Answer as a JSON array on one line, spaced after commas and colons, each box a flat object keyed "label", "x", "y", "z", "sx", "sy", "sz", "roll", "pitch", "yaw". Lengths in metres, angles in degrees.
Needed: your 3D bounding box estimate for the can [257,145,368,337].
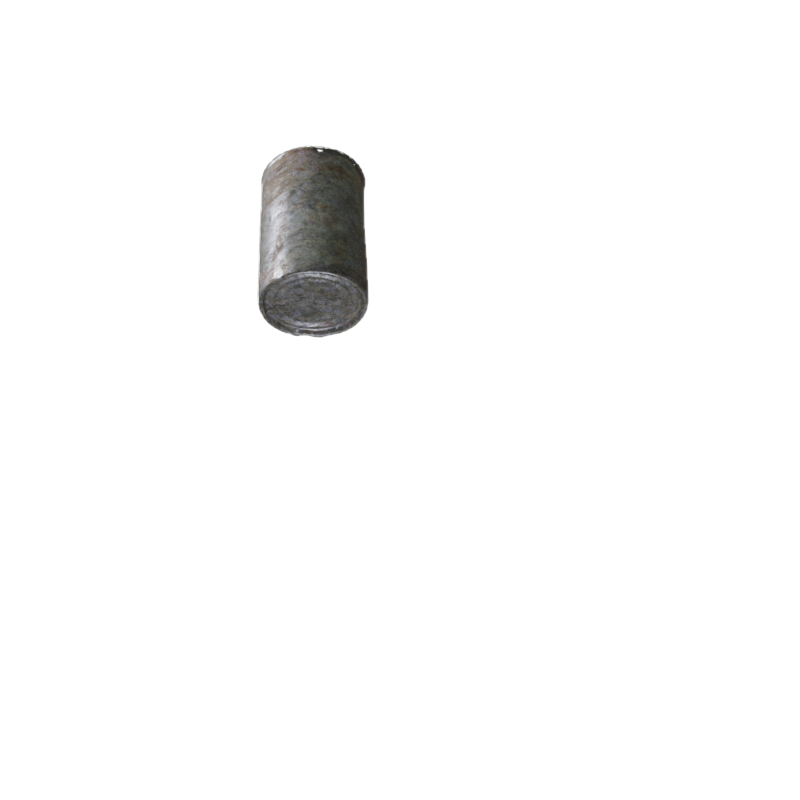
[{"label": "can", "x": -0.054, "y": -0.098, "z": 0.689, "sx": 0.068, "sy": 0.110, "sz": 0.064, "roll": -1, "pitch": -37, "yaw": -3}]
